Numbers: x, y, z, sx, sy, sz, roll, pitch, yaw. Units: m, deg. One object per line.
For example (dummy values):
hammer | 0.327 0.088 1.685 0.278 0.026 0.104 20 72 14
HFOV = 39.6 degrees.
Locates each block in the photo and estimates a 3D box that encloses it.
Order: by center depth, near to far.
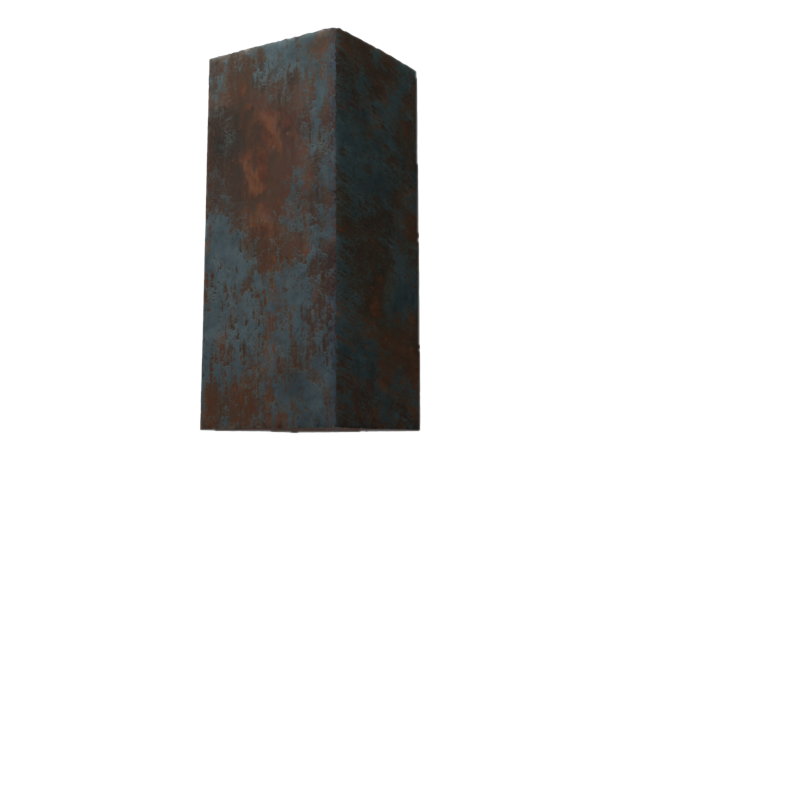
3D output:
block | -0.047 -0.088 0.614 0.093 0.211 0.086 -7 -11 32
